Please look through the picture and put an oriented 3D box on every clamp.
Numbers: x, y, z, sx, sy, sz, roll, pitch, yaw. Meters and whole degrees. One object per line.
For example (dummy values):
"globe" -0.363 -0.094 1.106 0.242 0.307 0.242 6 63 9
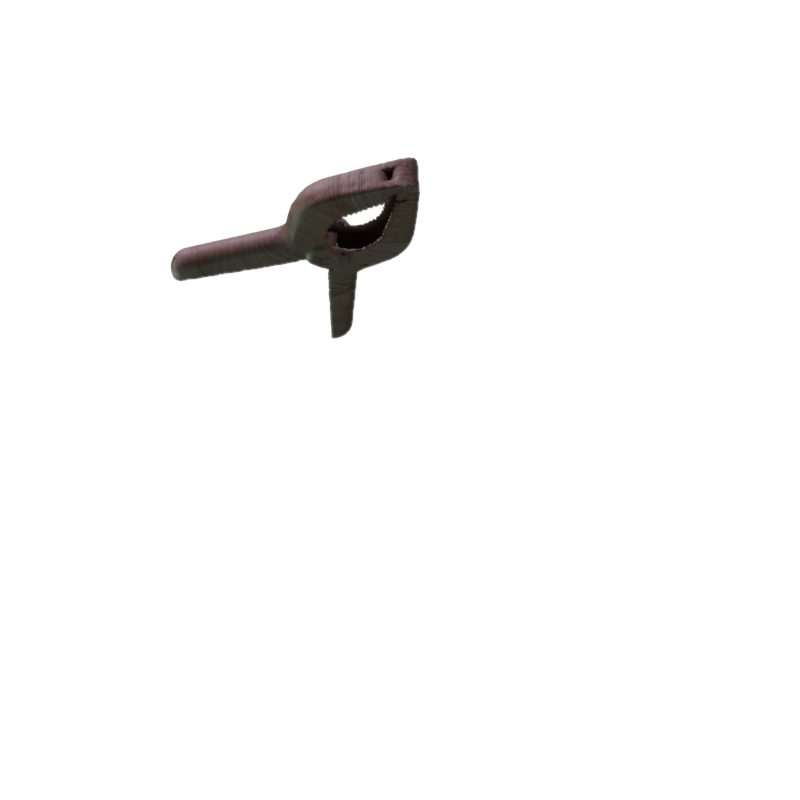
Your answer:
"clamp" -0.065 -0.118 0.825 0.157 0.039 0.206 16 -33 -26
